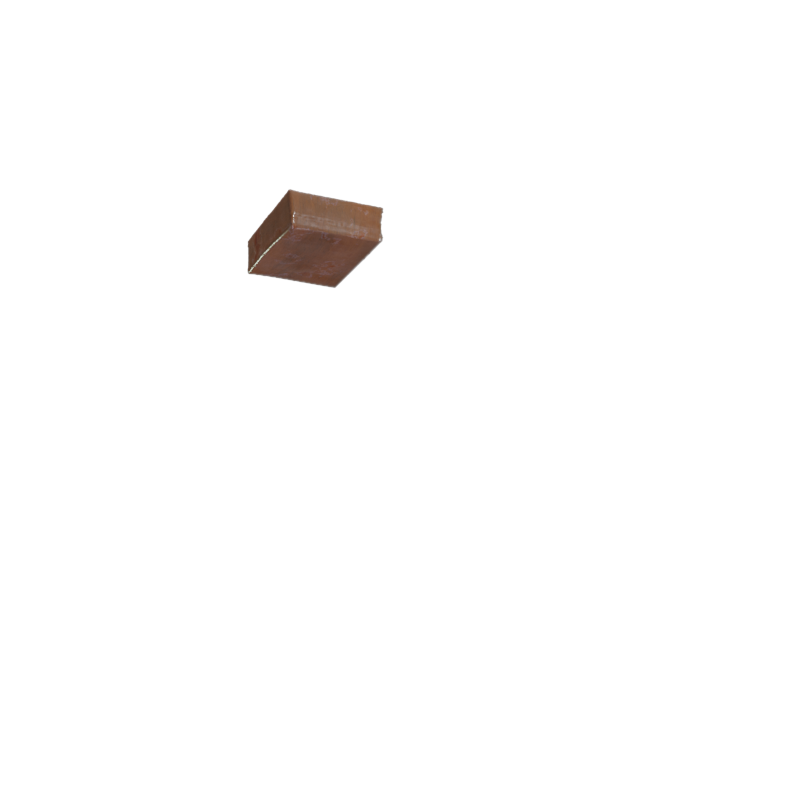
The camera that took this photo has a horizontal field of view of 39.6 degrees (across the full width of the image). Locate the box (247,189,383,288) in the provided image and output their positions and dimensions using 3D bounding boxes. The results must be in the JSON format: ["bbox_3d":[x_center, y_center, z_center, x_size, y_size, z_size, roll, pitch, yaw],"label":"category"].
[{"bbox_3d":[-0.078,-0.142,0.995,0.087,0.041,0.112,8,-19,-24],"label":"box"}]
